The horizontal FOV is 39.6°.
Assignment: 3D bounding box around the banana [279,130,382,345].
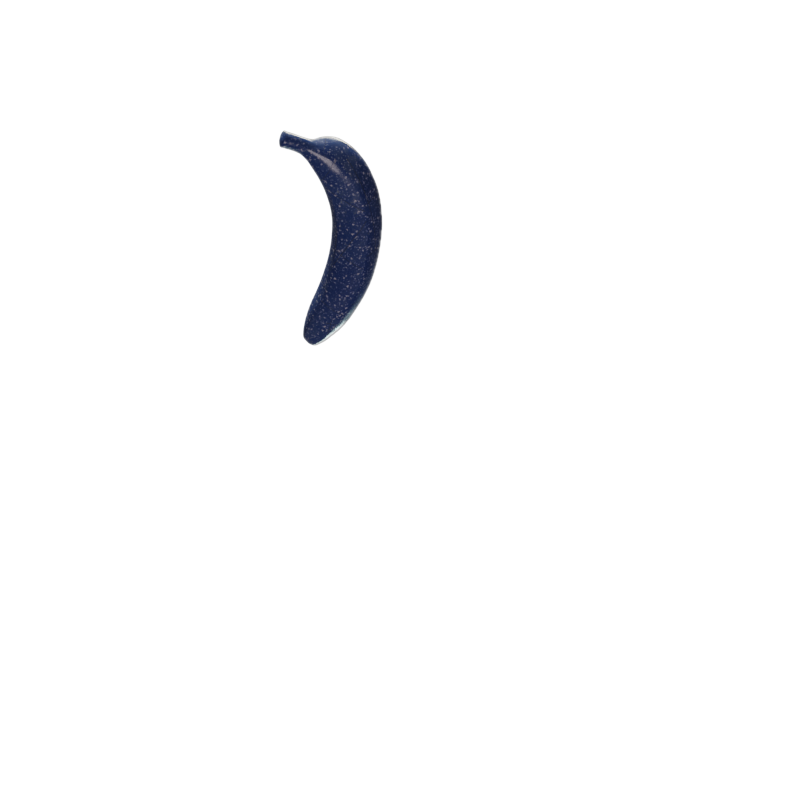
[{"bbox_3d":[-0.048,-0.125,0.840,0.070,0.184,0.039,-3,37,1],"label":"banana"}]
